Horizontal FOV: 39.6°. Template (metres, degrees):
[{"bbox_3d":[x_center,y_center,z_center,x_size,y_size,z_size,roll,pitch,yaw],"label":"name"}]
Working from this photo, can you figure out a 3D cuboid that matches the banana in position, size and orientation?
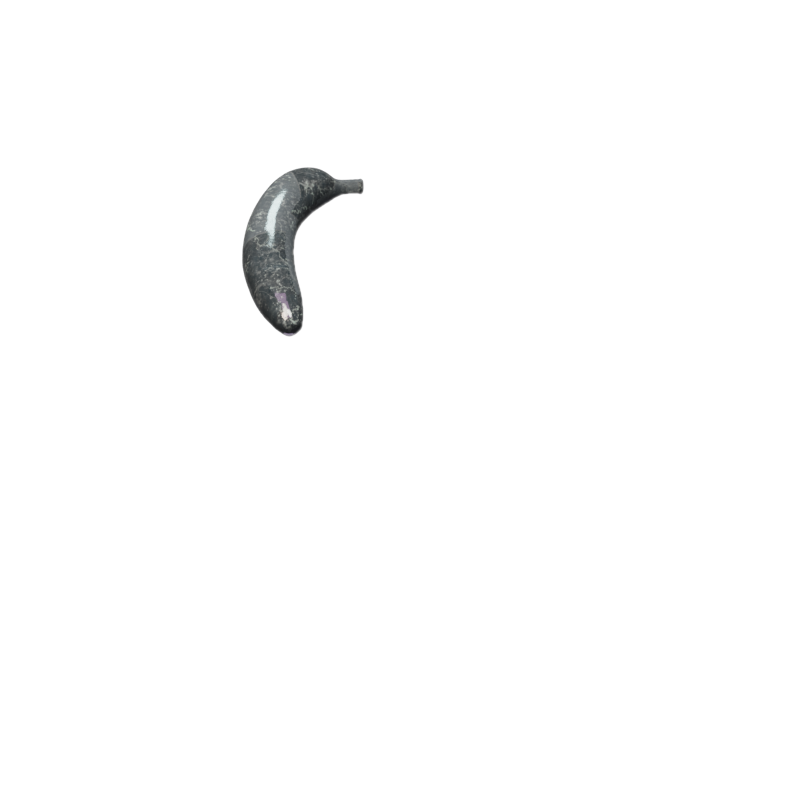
[{"bbox_3d":[-0.081,-0.122,0.821,0.071,0.034,0.208,8,42,9],"label":"banana"}]
